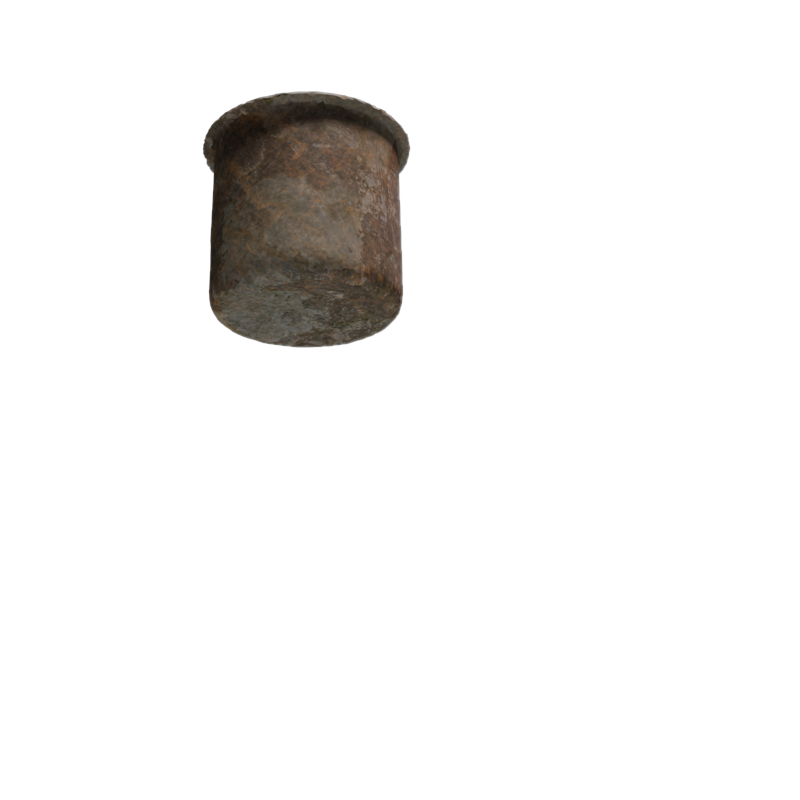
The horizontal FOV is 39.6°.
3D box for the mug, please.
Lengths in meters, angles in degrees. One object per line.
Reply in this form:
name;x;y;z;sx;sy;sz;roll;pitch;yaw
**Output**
mug;-0.038;-0.070;0.491;0.094;0.086;0.109;-6;-23;11
